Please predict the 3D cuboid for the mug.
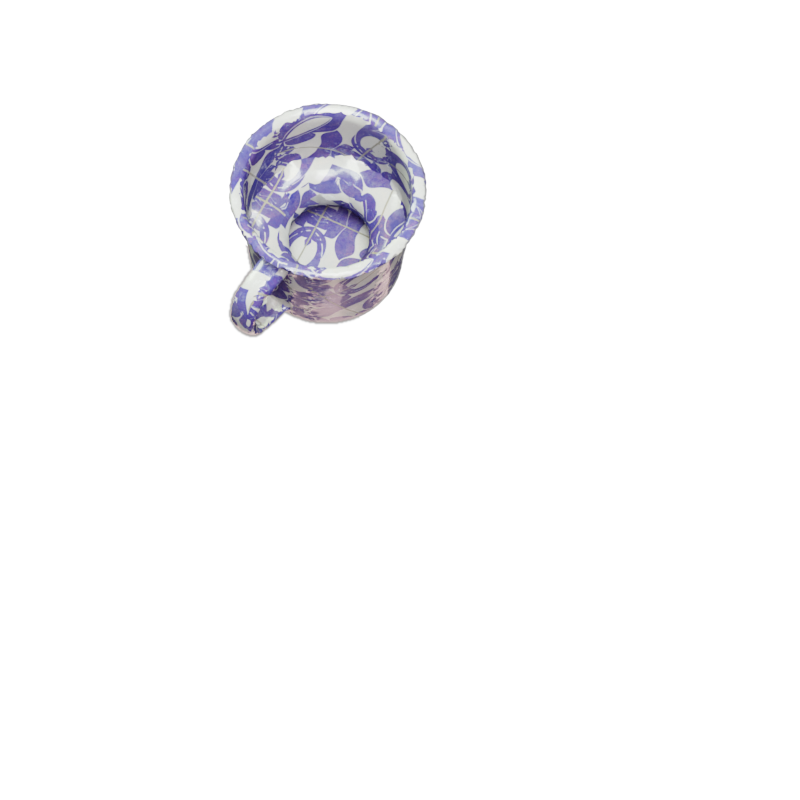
[{"bbox_3d":[-0.043,-0.079,0.554,0.096,0.120,0.078,32,-19,10],"label":"mug"}]
